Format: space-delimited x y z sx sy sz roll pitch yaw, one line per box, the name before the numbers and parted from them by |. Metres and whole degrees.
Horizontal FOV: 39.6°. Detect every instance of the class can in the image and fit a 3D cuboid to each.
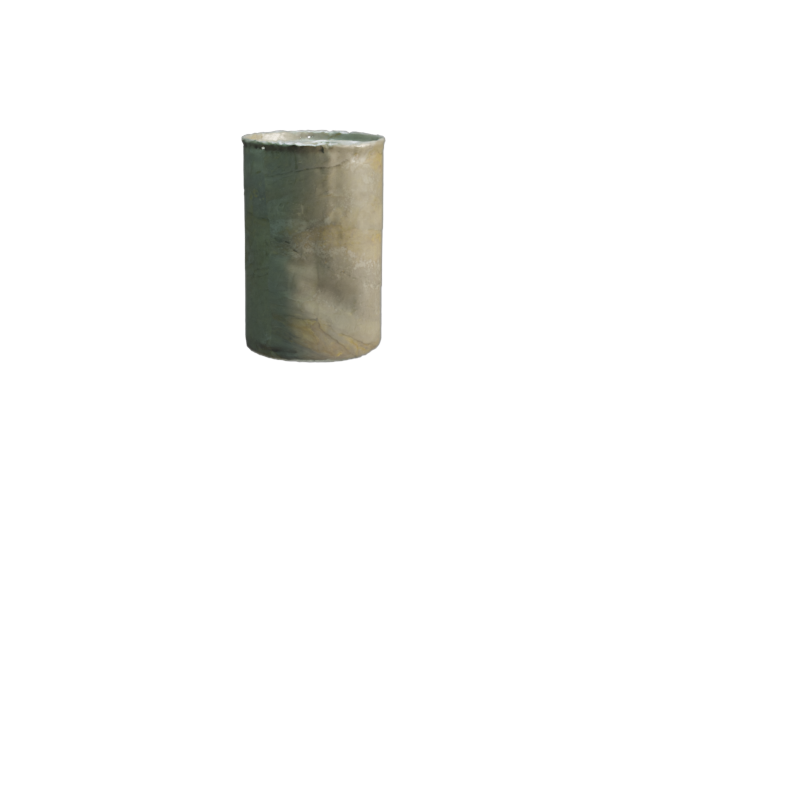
can | -0.042 -0.076 0.532 0.068 0.099 0.071 0 14 -2
